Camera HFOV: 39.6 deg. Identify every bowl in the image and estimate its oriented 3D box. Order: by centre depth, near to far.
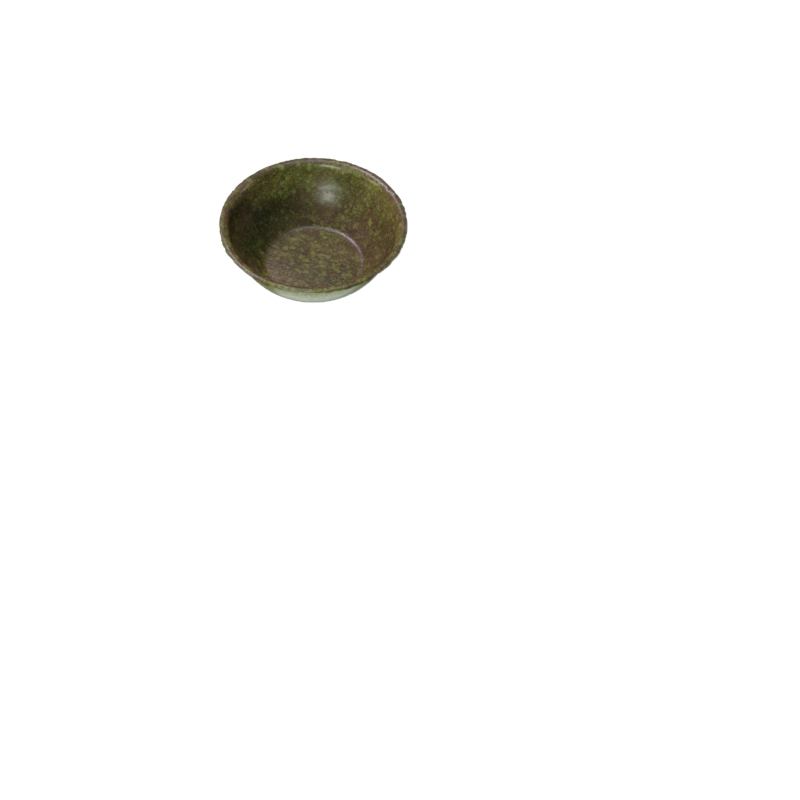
[{"bbox_3d":[-0.076,-0.138,0.968,0.162,0.174,0.051,-1,-40,-1],"label":"bowl"}]
